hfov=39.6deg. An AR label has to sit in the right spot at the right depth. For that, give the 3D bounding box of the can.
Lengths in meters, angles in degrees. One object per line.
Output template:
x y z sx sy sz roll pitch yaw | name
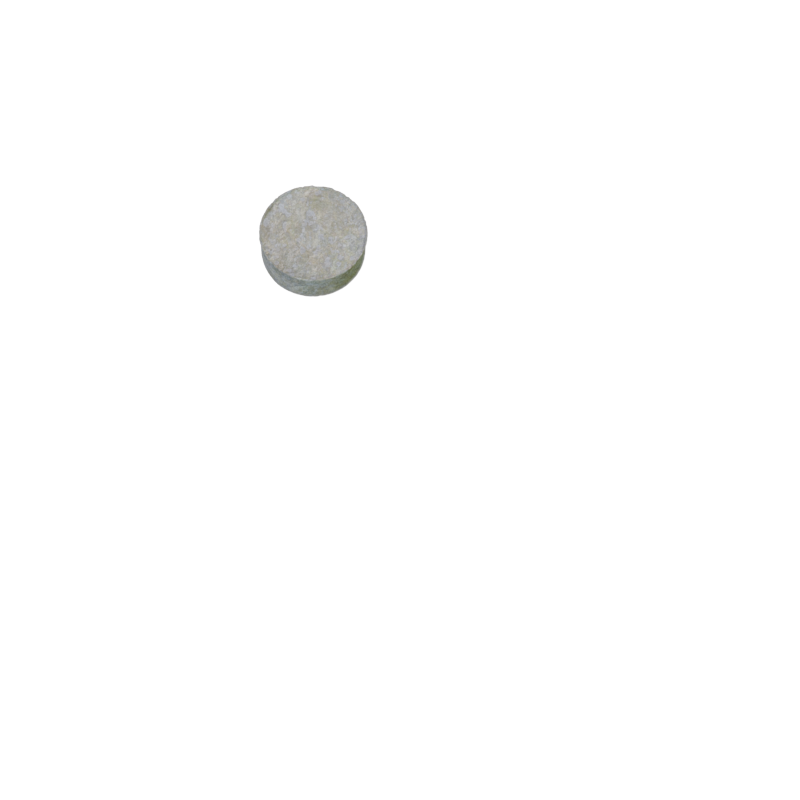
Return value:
-0.070 -0.127 0.888 0.086 0.091 0.032 -1 -26 -1 | can
